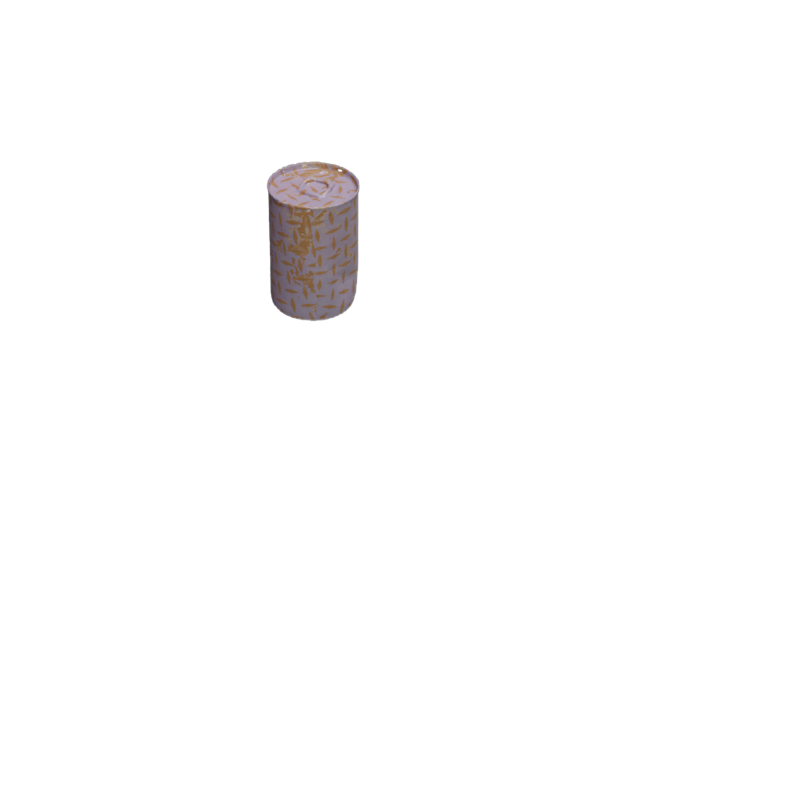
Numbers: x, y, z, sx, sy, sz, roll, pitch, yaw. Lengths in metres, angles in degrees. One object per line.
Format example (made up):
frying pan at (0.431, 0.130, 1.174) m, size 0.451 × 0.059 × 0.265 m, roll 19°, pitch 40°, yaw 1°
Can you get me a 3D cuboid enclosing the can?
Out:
can at (-0.066, -0.120, 0.837) m, size 0.068 × 0.096 × 0.073 m, roll 0°, pitch 37°, yaw -3°
